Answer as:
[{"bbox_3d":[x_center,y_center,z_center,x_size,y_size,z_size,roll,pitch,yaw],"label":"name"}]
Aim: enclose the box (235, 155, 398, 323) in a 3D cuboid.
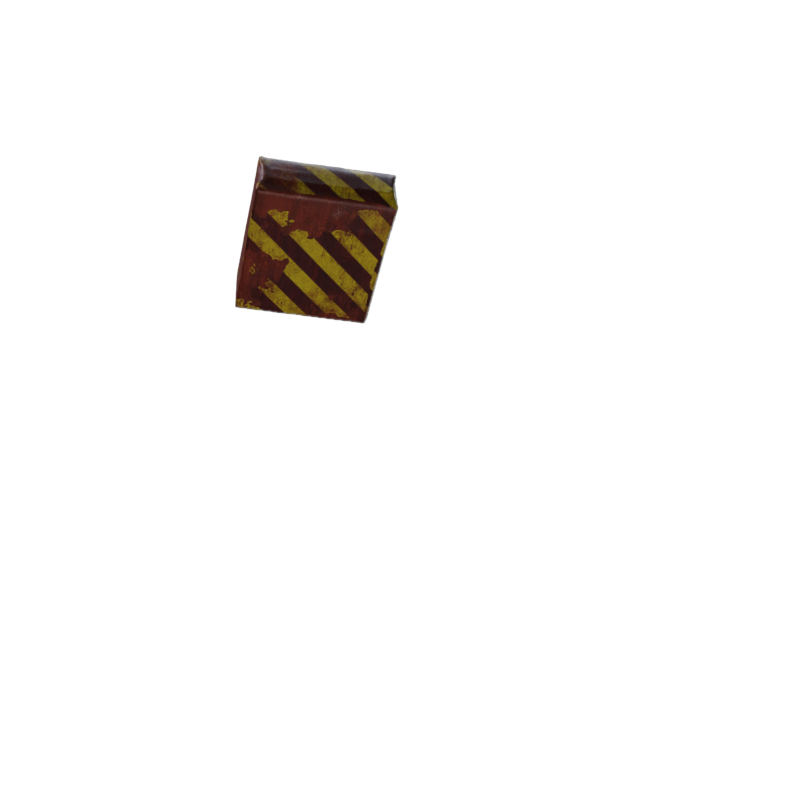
[{"bbox_3d":[-0.046,-0.084,0.586,0.072,0.032,0.084,8,-45,-8],"label":"box"}]
